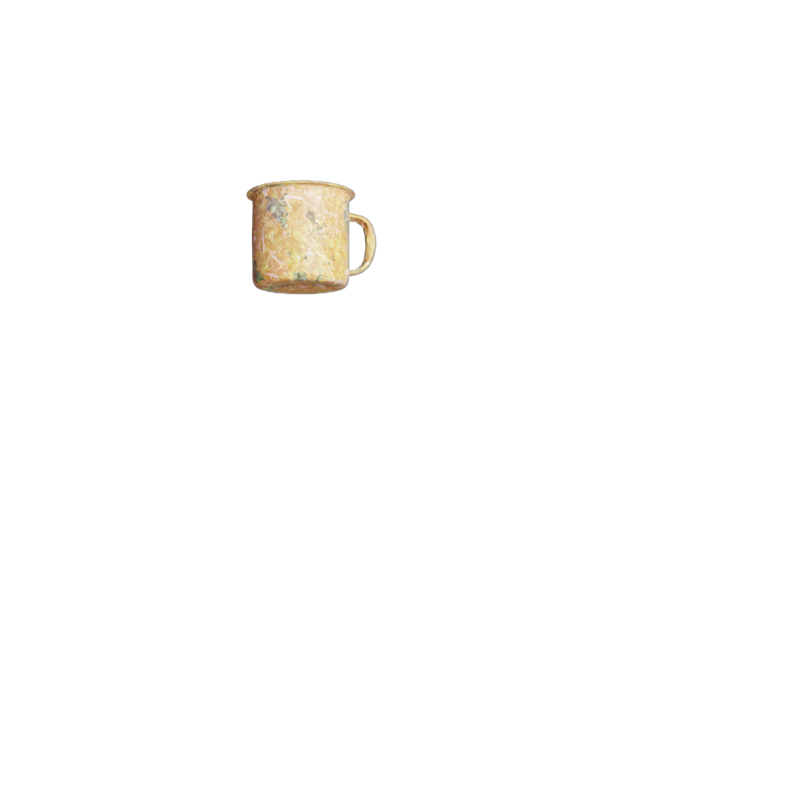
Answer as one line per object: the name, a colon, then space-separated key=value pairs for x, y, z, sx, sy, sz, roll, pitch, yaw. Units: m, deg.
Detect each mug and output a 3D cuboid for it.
mug: x=-0.074 y=-0.134 z=0.940 sx=0.113 sy=0.083 sz=0.095 roll=3 pitch=-8 yaw=-30
